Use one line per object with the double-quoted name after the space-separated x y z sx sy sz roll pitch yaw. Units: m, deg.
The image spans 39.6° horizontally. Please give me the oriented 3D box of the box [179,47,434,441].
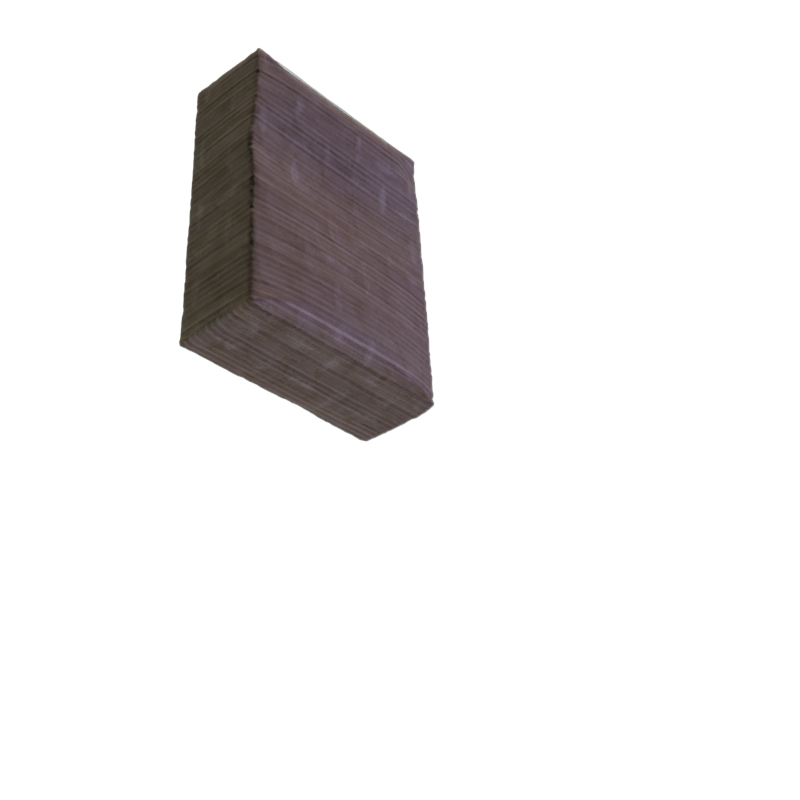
-0.057 -0.104 0.728 0.072 0.229 0.153 -31 -44 33 "box"
